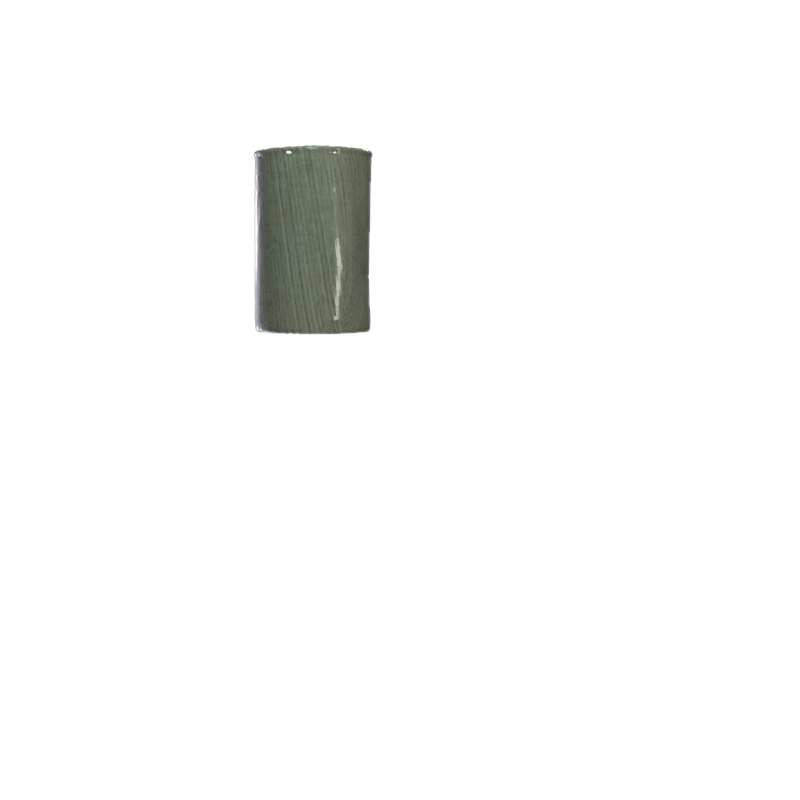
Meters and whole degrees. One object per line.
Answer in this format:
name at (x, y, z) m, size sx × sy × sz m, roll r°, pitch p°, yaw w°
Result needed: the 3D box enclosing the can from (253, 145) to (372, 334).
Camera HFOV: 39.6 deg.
can at (-0.049, -0.090, 0.631) m, size 0.068 × 0.102 × 0.069 m, roll 0°, pitch 1°, yaw -2°
